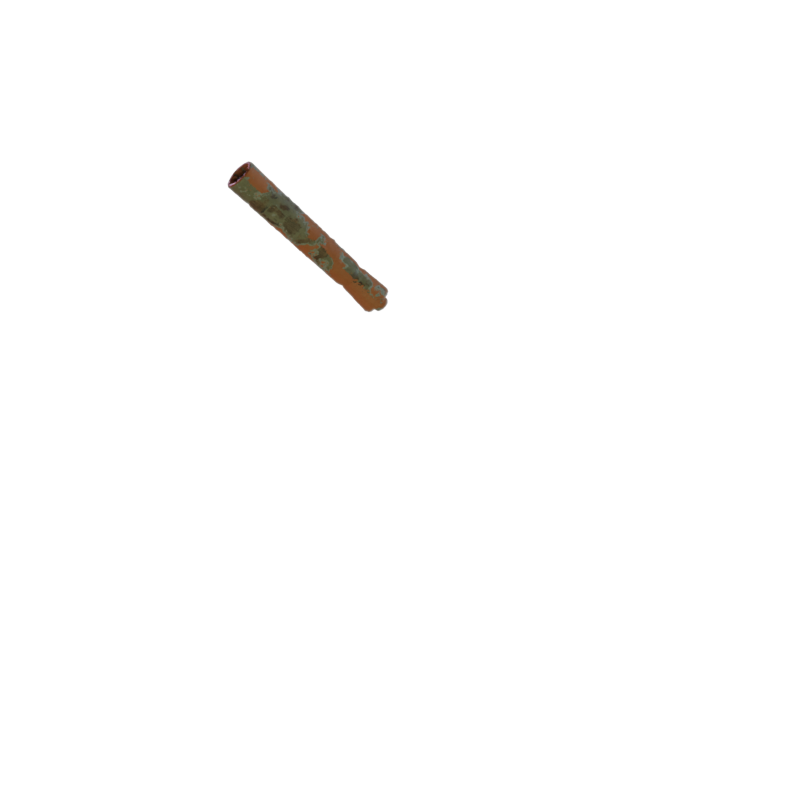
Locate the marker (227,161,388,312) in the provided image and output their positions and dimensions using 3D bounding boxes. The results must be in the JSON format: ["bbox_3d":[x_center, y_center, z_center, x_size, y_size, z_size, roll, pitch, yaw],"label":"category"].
[{"bbox_3d":[-0.050,-0.091,0.635,0.114,0.020,0.020,41,-17,-24],"label":"marker"}]
